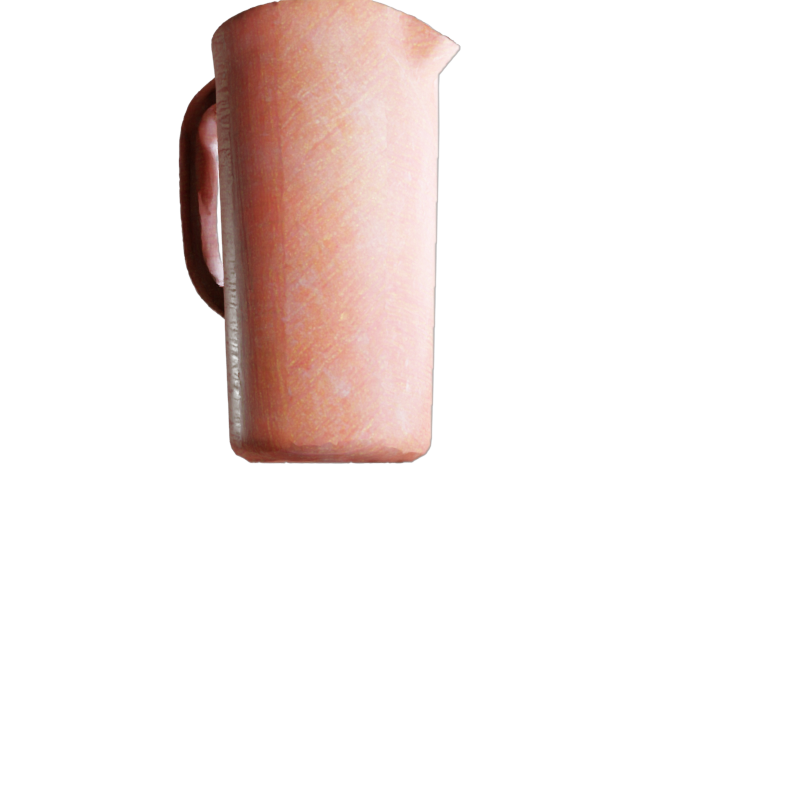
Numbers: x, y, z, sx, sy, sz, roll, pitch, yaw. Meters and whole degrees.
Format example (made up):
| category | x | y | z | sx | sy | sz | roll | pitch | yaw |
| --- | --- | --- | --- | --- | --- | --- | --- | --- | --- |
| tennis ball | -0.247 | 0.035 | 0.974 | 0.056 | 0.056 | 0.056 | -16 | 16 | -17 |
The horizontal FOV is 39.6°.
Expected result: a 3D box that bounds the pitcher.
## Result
| category | x | y | z | sx | sy | sz | roll | pitch | yaw |
| --- | --- | --- | --- | --- | --- | --- | --- | --- | --- |
| pitcher | -0.049 | -0.089 | 0.620 | 0.142 | 0.250 | 0.148 | 2 | -10 | -13 |
